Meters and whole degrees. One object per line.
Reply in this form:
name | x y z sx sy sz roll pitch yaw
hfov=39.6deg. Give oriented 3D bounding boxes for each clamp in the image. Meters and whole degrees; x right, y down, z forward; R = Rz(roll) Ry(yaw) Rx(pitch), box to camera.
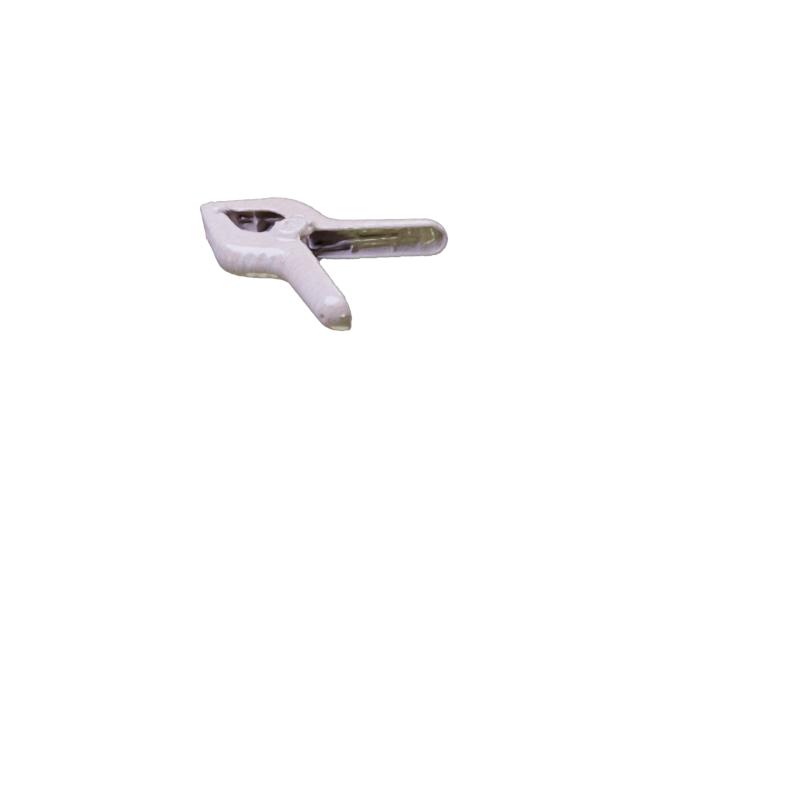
clamp | -0.058 -0.105 0.737 0.120 0.037 0.183 -28 42 -36
